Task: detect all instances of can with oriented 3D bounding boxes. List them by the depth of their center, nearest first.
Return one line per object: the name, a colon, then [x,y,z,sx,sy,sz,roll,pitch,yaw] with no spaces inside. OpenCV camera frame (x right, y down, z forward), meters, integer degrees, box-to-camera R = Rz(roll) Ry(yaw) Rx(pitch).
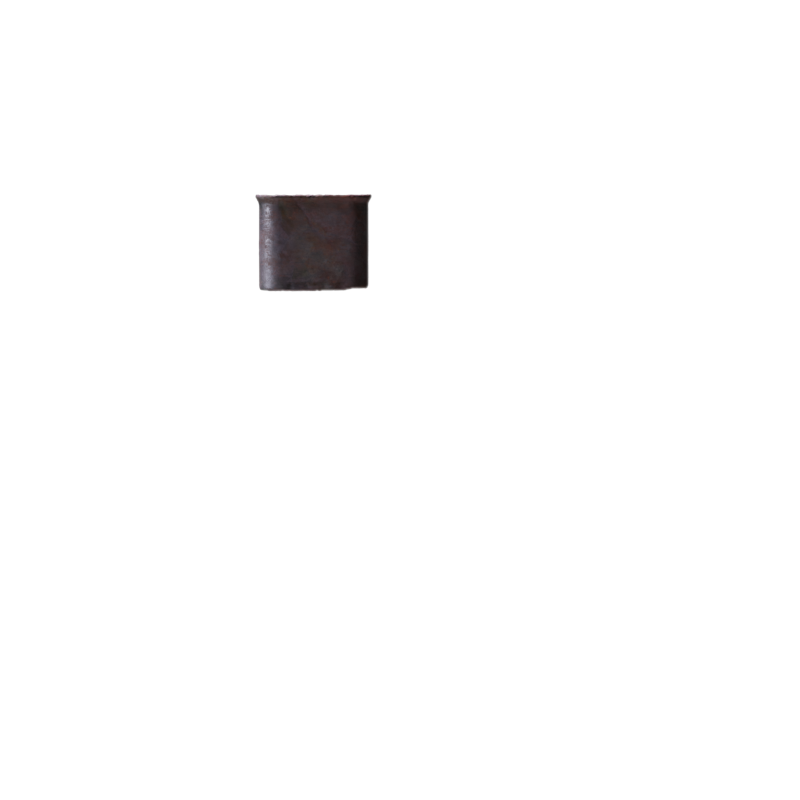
can: [-0.077,-0.140,0.980,0.101,0.083,0.058,0,5,-4]
